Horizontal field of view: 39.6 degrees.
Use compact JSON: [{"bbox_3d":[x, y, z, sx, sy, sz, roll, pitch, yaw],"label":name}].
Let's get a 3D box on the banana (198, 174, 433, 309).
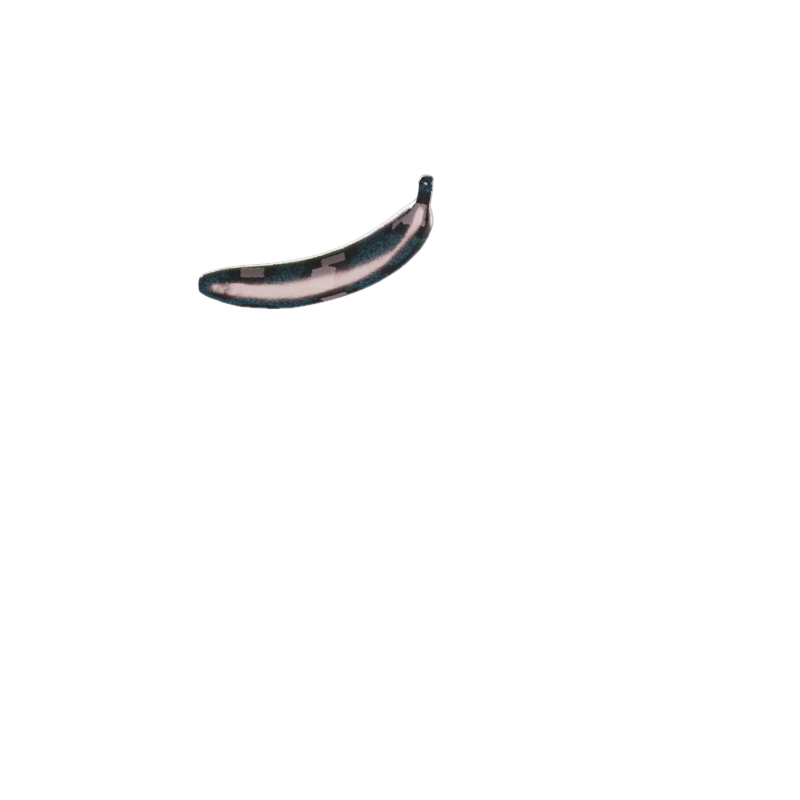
[{"bbox_3d":[-0.053,-0.107,0.837,0.198,0.065,0.039,-23,28,12],"label":"banana"}]
